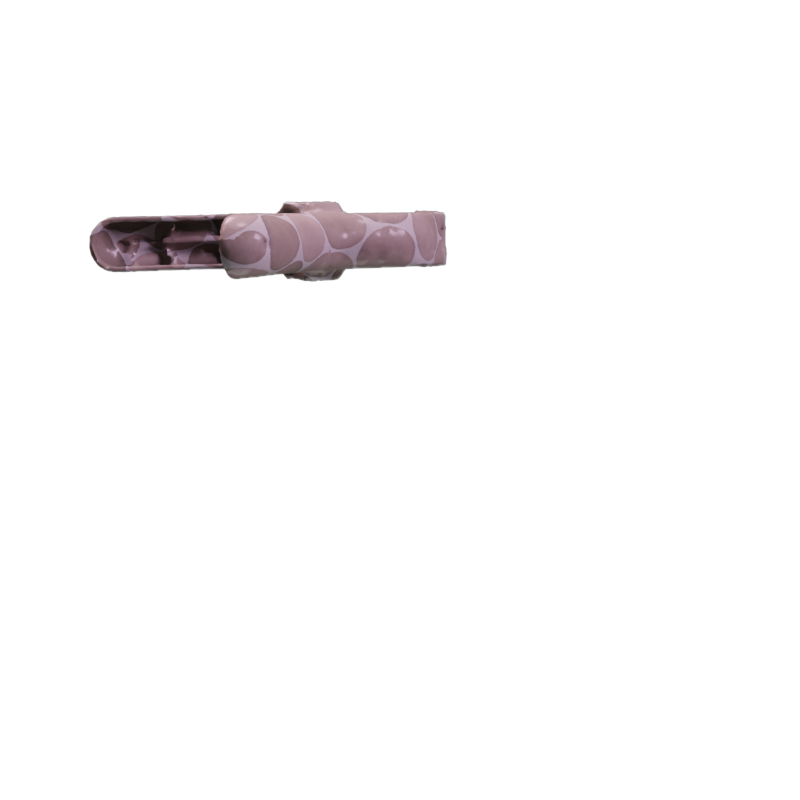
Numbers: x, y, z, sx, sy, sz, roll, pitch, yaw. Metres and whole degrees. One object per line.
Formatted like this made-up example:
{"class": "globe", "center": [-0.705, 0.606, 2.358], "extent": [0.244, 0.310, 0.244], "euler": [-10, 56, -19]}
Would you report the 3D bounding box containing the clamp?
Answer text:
{"class": "clamp", "center": [-0.038, -0.070, 0.490], "extent": [0.167, 0.038, 0.127], "euler": [-9, 17, -30]}
